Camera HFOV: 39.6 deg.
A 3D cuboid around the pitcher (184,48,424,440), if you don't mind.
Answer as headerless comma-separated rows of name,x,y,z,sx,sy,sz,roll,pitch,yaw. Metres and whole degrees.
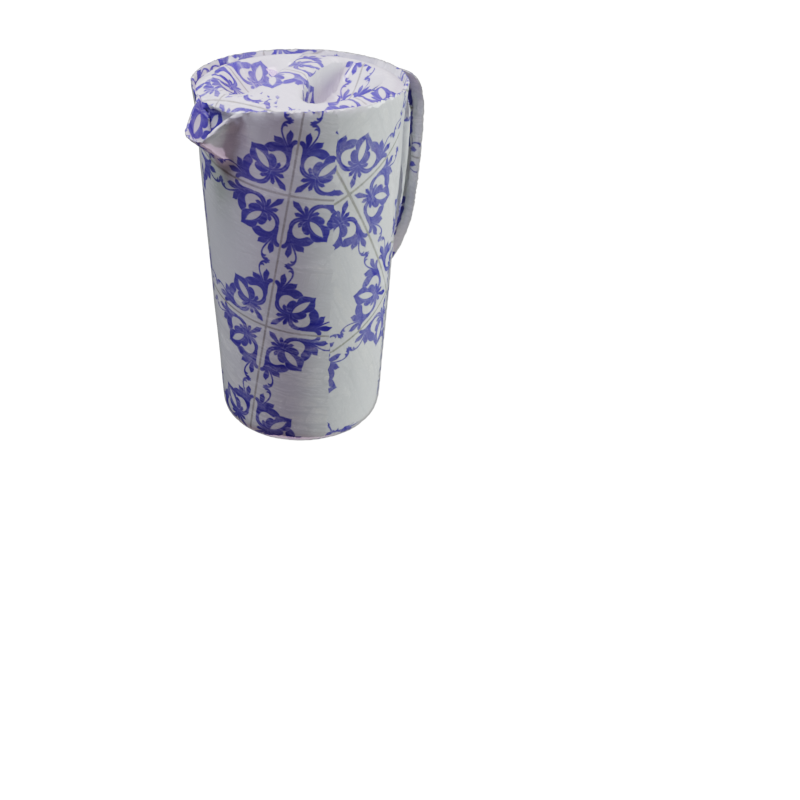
pitcher,-0.057,-0.104,0.731,0.149,0.229,0.154,1,29,-2
